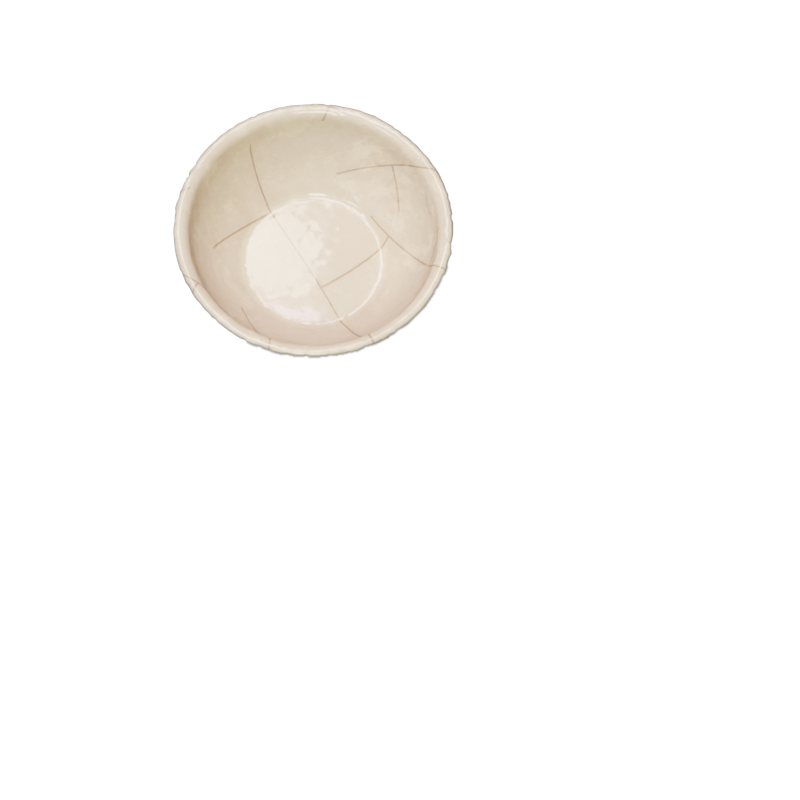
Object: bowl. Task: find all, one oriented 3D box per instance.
[{"bbox_3d":[-0.052,-0.095,0.663,0.162,0.171,0.052,-1,-23,-1],"label":"bowl"}]
